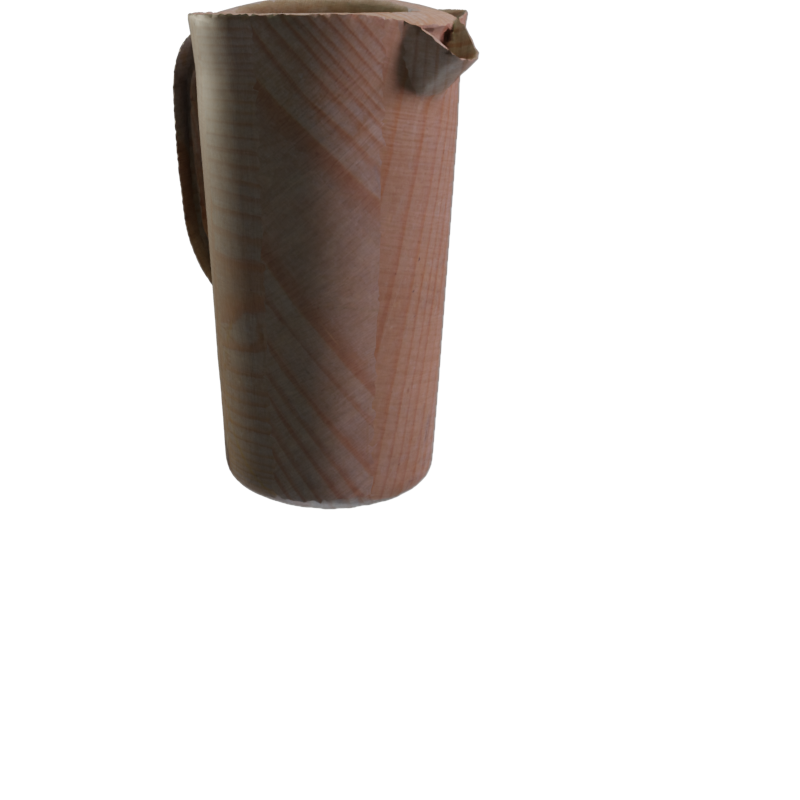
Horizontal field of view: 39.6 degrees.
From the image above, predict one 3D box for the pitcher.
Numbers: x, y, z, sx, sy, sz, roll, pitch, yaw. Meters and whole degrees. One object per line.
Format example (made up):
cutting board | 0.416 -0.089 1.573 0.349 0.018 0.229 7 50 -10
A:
pitcher | -0.044 -0.080 0.561 0.144 0.235 0.155 -1 15 -6
